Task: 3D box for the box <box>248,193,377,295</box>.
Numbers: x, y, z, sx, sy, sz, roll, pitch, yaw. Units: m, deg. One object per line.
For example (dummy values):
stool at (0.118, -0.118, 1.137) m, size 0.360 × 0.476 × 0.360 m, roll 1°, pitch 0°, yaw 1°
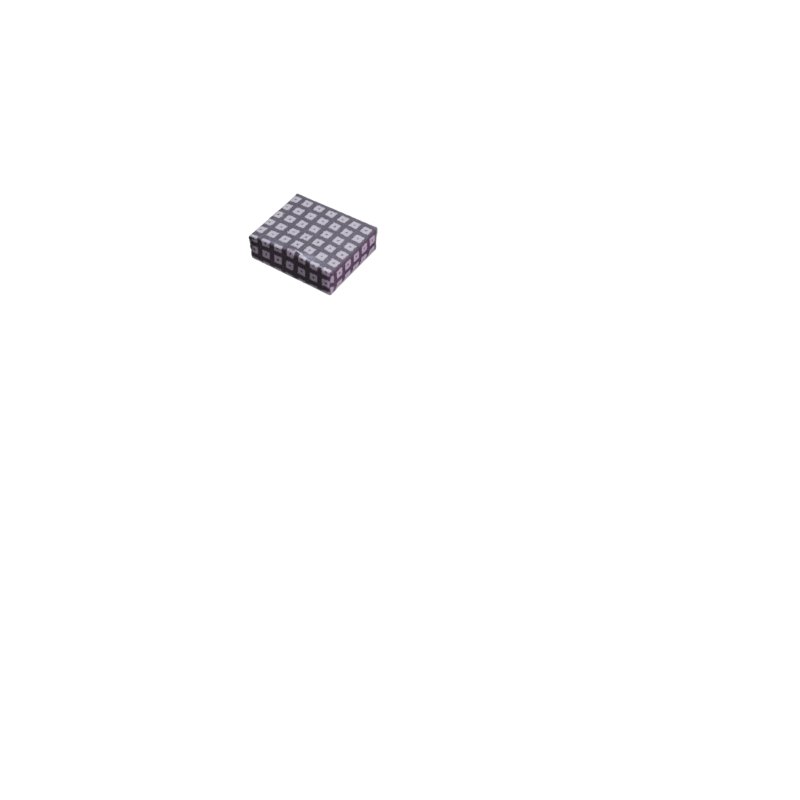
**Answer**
box at (-0.076, -0.139, 0.974) m, size 0.094 × 0.028 × 0.075 m, roll 26°, pitch 51°, yaw 23°
